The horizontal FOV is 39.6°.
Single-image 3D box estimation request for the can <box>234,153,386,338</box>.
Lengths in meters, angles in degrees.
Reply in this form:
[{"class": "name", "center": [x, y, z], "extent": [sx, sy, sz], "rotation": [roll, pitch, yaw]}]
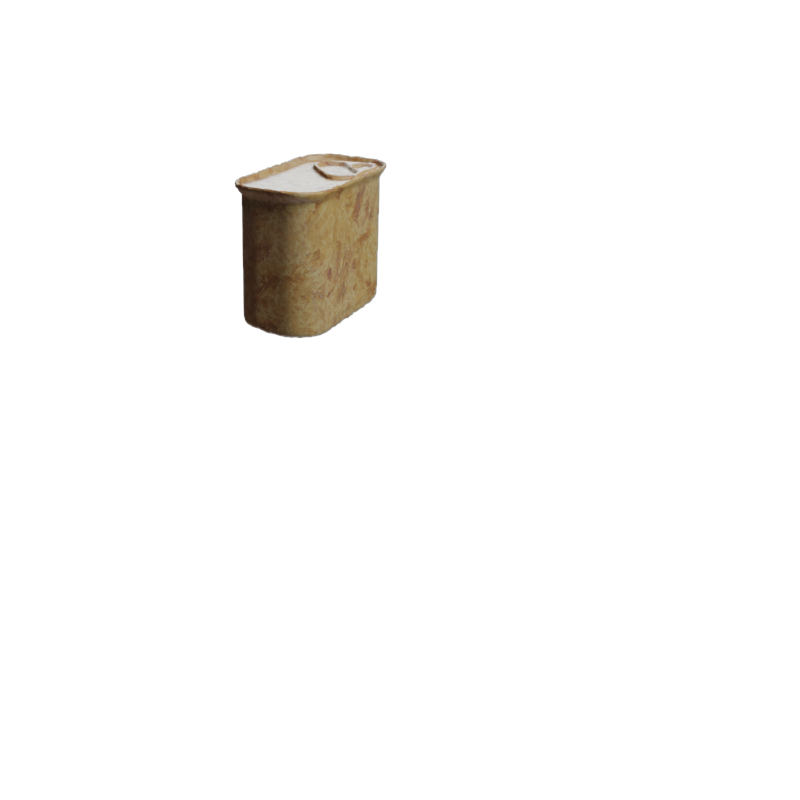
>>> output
[{"class": "can", "center": [-0.050, -0.092, 0.641], "extent": [0.060, 0.080, 0.102], "rotation": [10, 23, 24]}]
